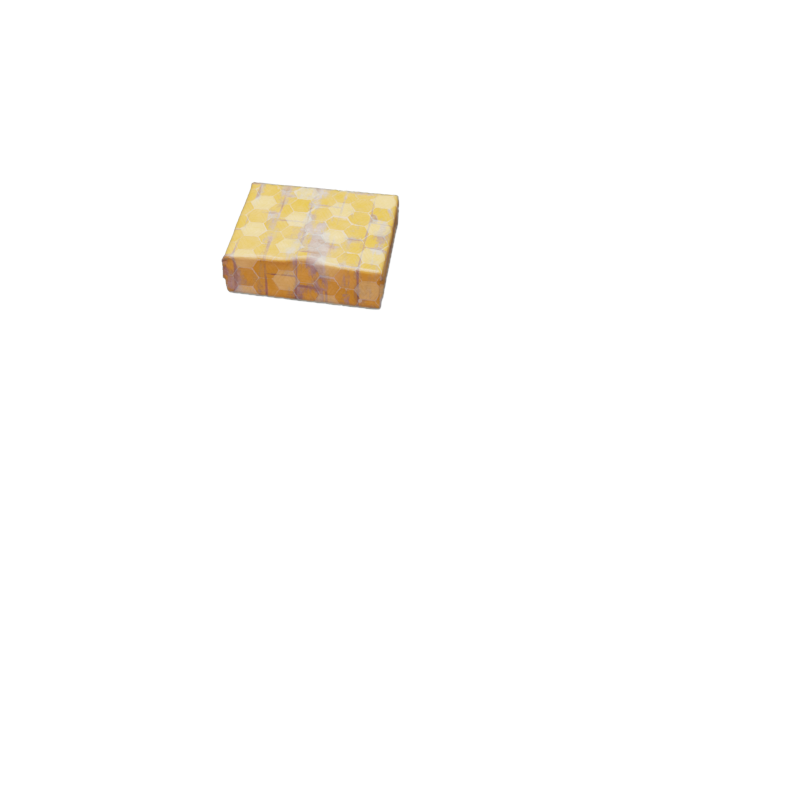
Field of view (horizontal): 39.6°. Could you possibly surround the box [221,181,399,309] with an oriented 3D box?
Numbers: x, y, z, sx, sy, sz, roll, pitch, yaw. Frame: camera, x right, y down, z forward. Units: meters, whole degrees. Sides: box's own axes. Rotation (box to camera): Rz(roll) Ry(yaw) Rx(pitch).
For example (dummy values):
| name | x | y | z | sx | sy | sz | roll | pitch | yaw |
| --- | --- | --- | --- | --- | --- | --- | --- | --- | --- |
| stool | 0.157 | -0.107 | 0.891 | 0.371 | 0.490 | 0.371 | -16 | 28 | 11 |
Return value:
| name | x | y | z | sx | sy | sz | roll | pitch | yaw |
| --- | --- | --- | --- | --- | --- | --- | --- | --- | --- |
| box | -0.049 | -0.089 | 0.626 | 0.090 | 0.028 | 0.077 | 6 | 43 | 7 |
